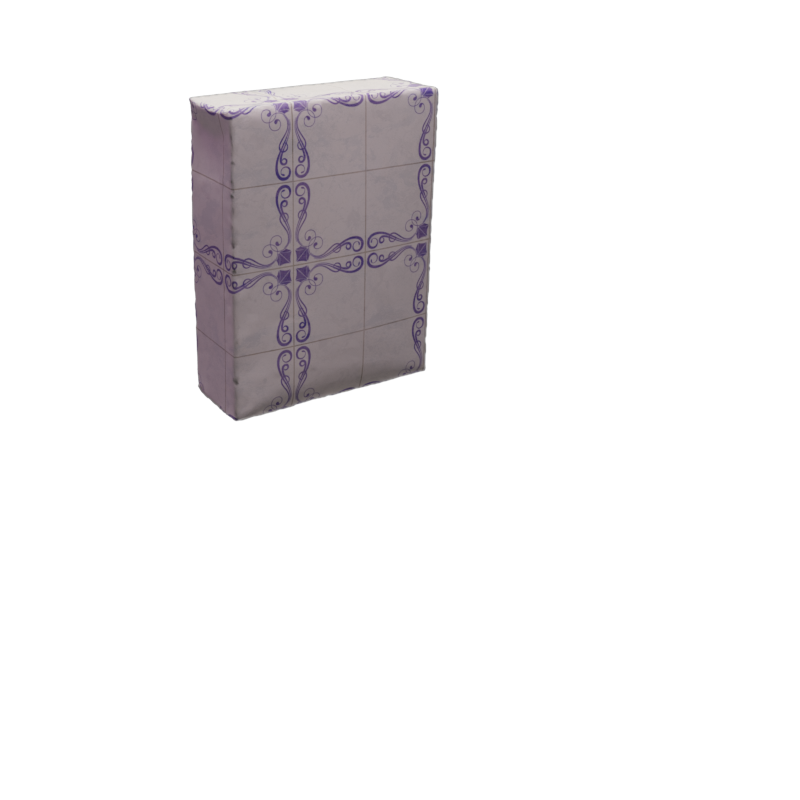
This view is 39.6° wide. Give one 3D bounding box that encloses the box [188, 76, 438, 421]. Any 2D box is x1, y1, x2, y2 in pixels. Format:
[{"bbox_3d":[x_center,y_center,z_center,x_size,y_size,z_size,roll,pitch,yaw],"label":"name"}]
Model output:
[{"bbox_3d":[-0.061,-0.111,0.774,0.161,0.205,0.076,-13,23,-32],"label":"box"}]
